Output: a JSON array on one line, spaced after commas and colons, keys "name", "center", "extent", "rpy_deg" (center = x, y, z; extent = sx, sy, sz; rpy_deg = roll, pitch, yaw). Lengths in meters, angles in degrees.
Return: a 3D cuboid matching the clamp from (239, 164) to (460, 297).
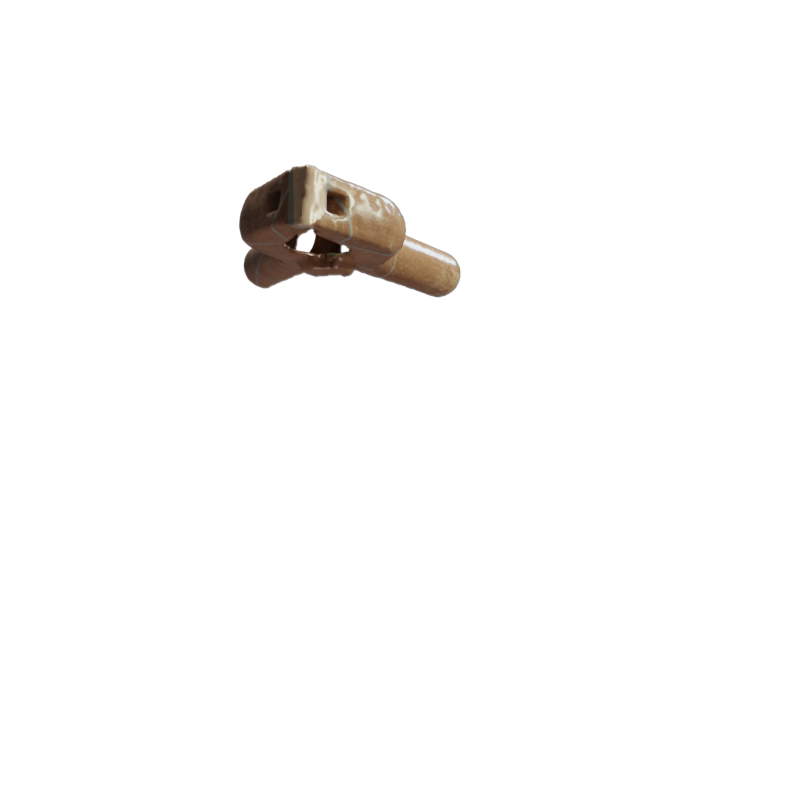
[{"name": "clamp", "center": [-0.044, -0.080, 0.559], "extent": [0.122, 0.040, 0.163], "rpy_deg": [-3, -10, 16]}]
